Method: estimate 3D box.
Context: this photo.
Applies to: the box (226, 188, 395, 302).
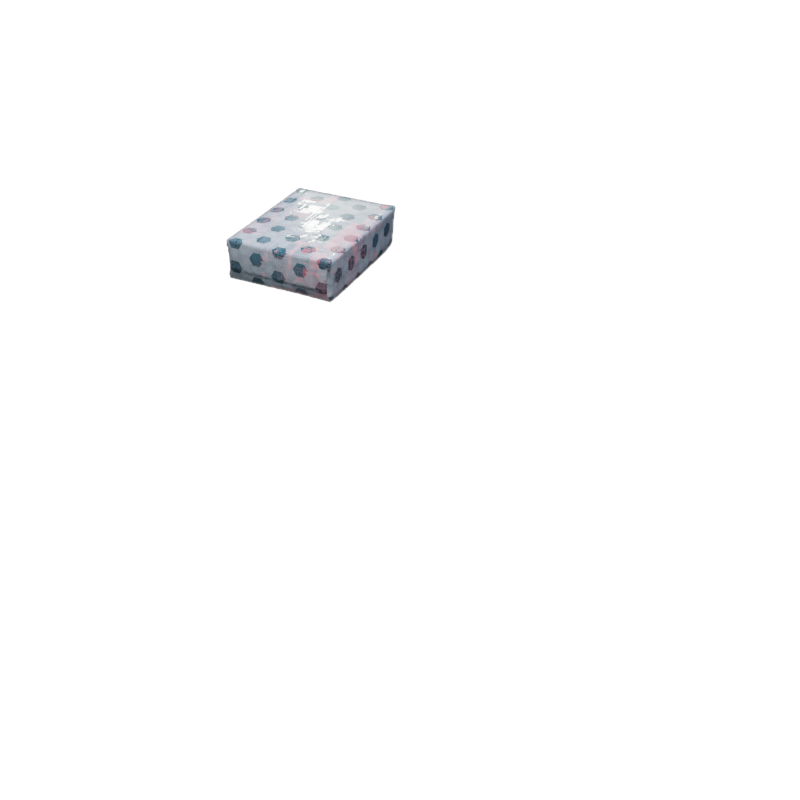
[{"bbox_3d":[-0.067,-0.123,0.860,0.094,0.037,0.115,14,33,23],"label":"box"}]
